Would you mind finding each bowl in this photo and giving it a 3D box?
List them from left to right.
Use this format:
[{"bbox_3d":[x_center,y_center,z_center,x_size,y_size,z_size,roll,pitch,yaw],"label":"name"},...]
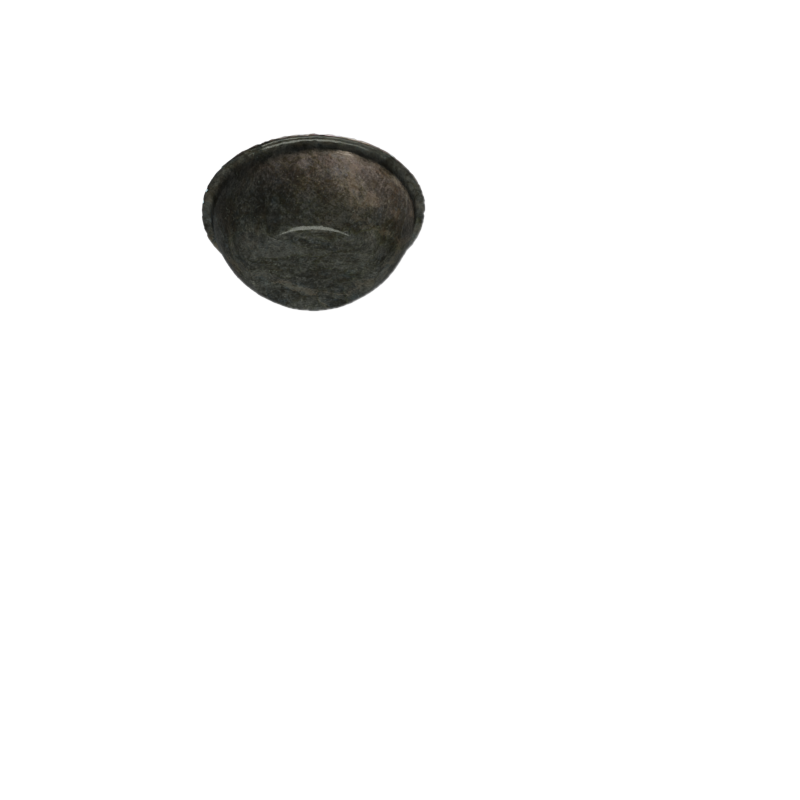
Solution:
[{"bbox_3d":[-0.061,-0.112,0.785,0.162,0.059,0.151,1,-37,-2],"label":"bowl"}]
